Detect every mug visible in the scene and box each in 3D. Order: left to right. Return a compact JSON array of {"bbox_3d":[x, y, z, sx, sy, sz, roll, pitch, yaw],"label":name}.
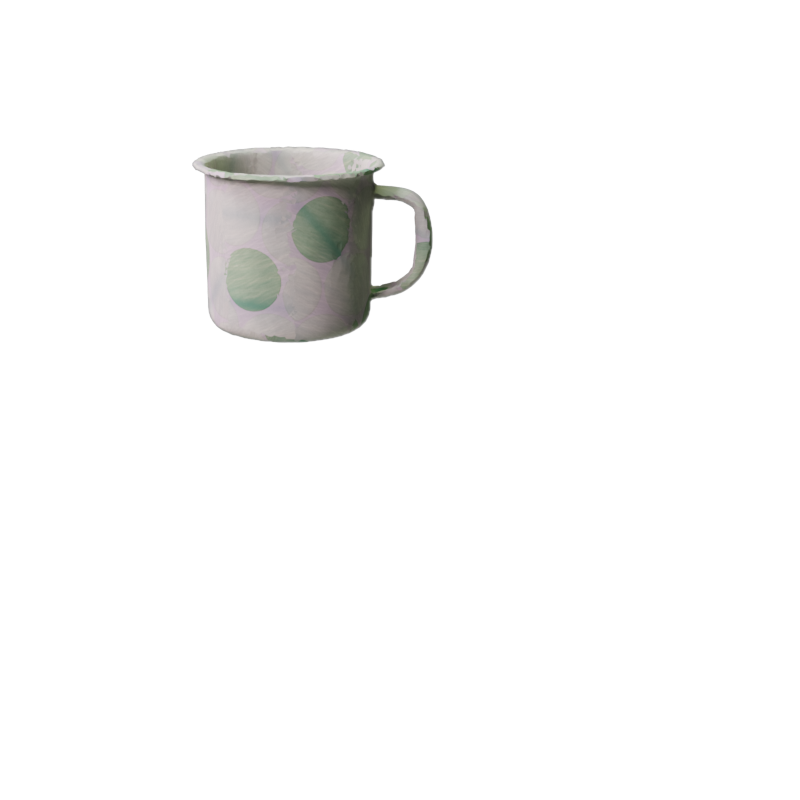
[{"bbox_3d":[-0.043,-0.078,0.547,0.117,0.079,0.097,0,18,0],"label":"mug"}]
